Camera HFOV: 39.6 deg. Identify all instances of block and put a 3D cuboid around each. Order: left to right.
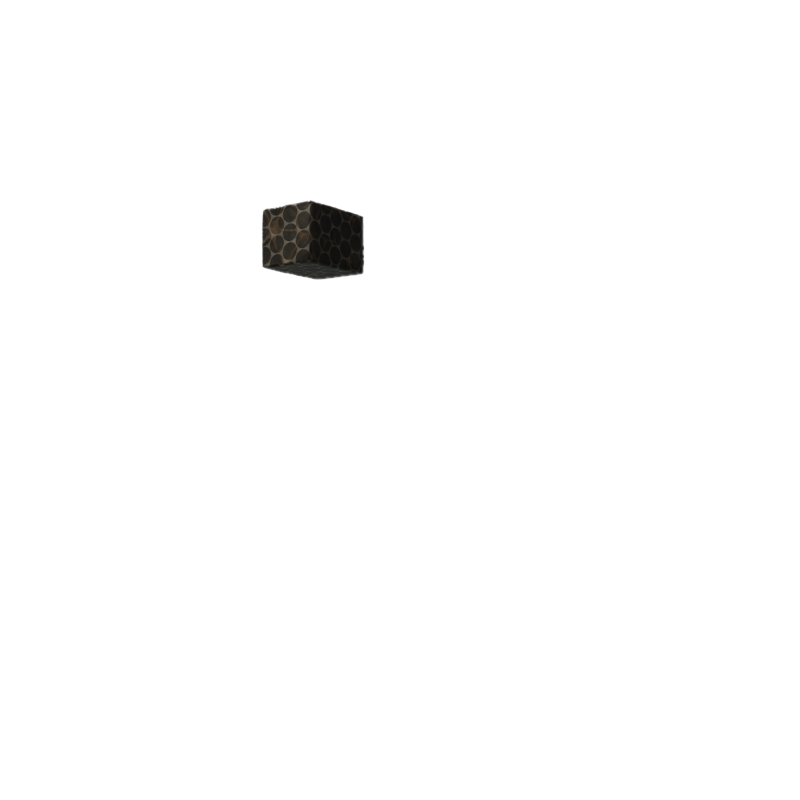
[{"bbox_3d":[-0.073,-0.134,0.937,0.054,0.052,0.074,-5,-8,35],"label":"block"}]
